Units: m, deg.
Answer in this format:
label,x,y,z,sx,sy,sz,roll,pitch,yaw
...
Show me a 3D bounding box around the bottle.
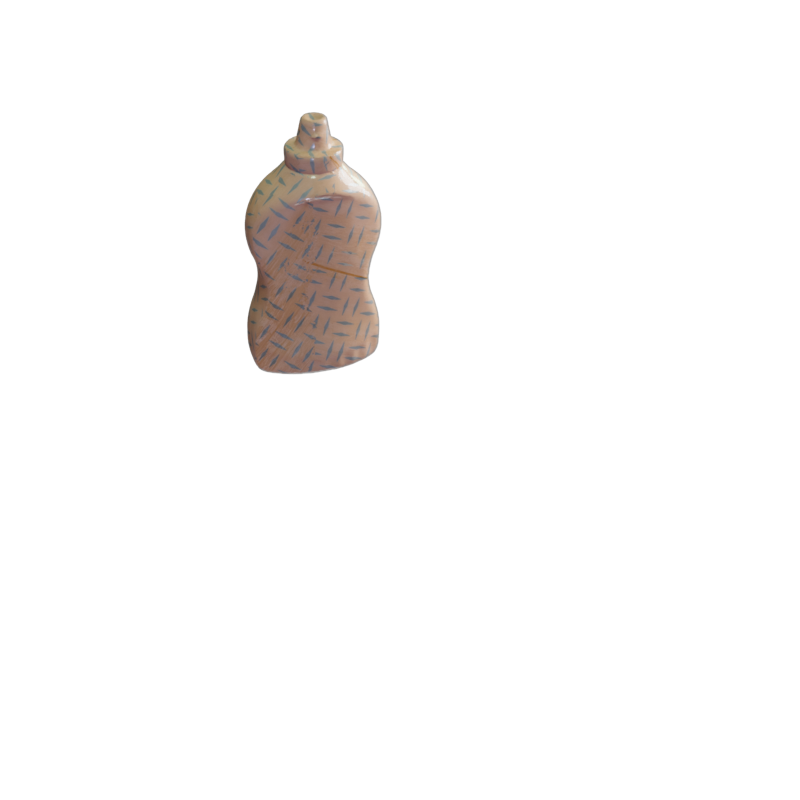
label,x,y,z,sx,sy,sz,roll,pitch,yaw
bottle,-0.061,-0.112,0.787,0.095,0.180,0.063,-7,32,-14
